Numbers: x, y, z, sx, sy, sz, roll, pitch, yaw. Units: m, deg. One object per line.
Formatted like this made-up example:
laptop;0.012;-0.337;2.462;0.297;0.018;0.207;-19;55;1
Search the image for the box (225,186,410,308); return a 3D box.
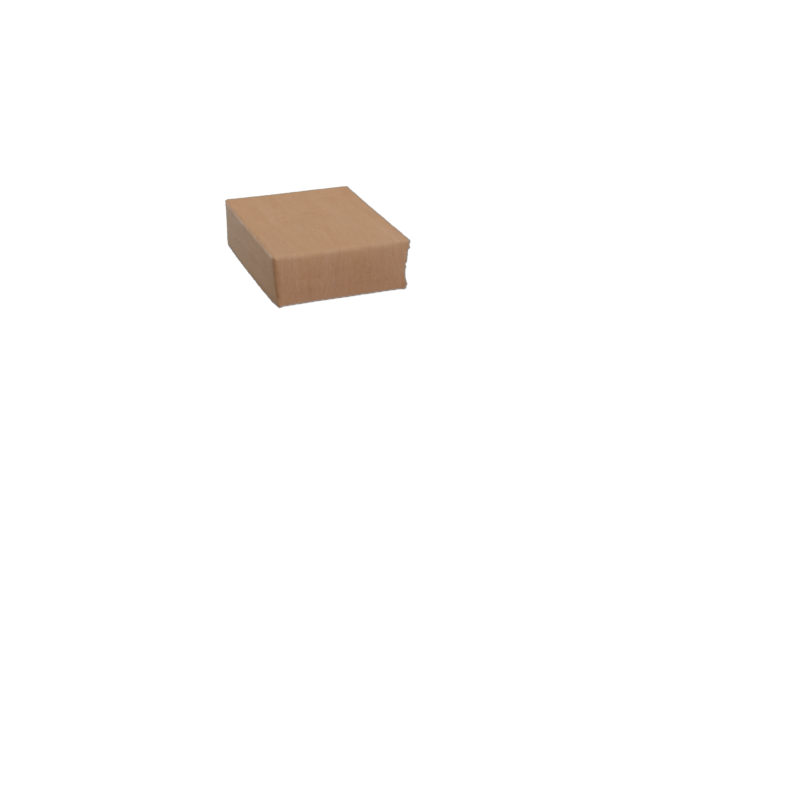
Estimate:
box;-0.057;-0.103;0.721;0.088;0.037;0.122;-11;32;-19
